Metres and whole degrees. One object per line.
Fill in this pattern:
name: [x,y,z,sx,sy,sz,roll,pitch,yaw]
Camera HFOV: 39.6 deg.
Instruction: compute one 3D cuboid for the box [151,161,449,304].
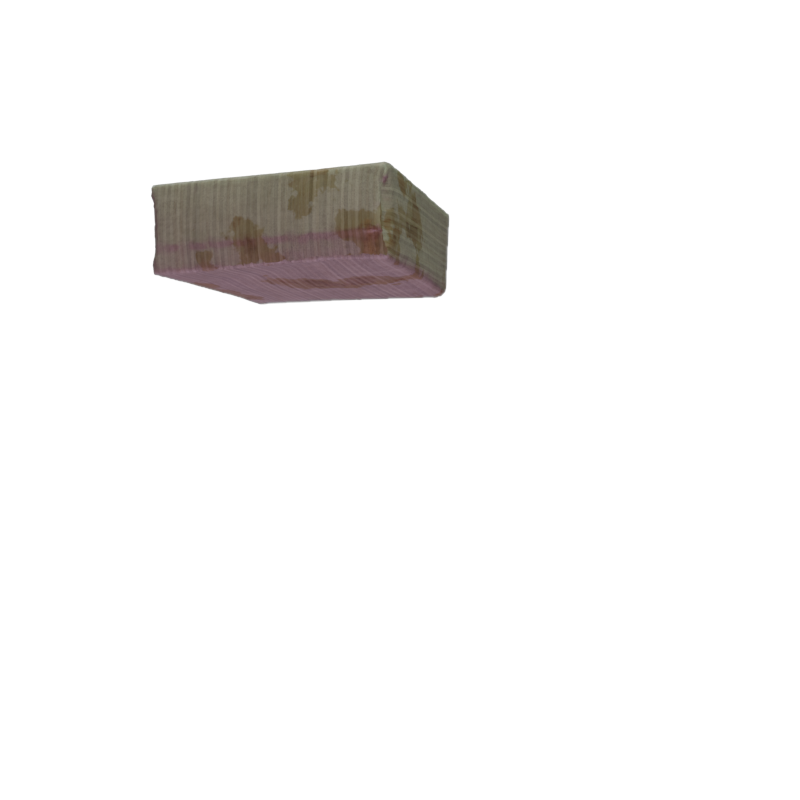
box: [-0.034,-0.062,0.437,0.092,0.040,0.109,-1,-4,15]
